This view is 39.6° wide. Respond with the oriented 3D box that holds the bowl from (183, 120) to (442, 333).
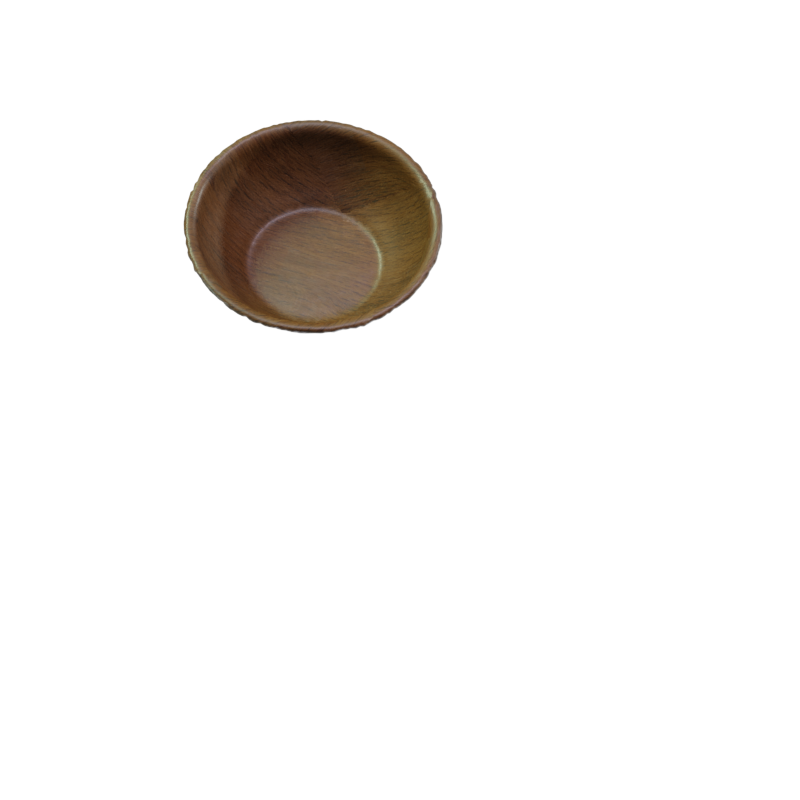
[{"bbox_3d":[-0.056,-0.102,0.713,0.162,0.173,0.052,-1,-31,-1],"label":"bowl"}]
